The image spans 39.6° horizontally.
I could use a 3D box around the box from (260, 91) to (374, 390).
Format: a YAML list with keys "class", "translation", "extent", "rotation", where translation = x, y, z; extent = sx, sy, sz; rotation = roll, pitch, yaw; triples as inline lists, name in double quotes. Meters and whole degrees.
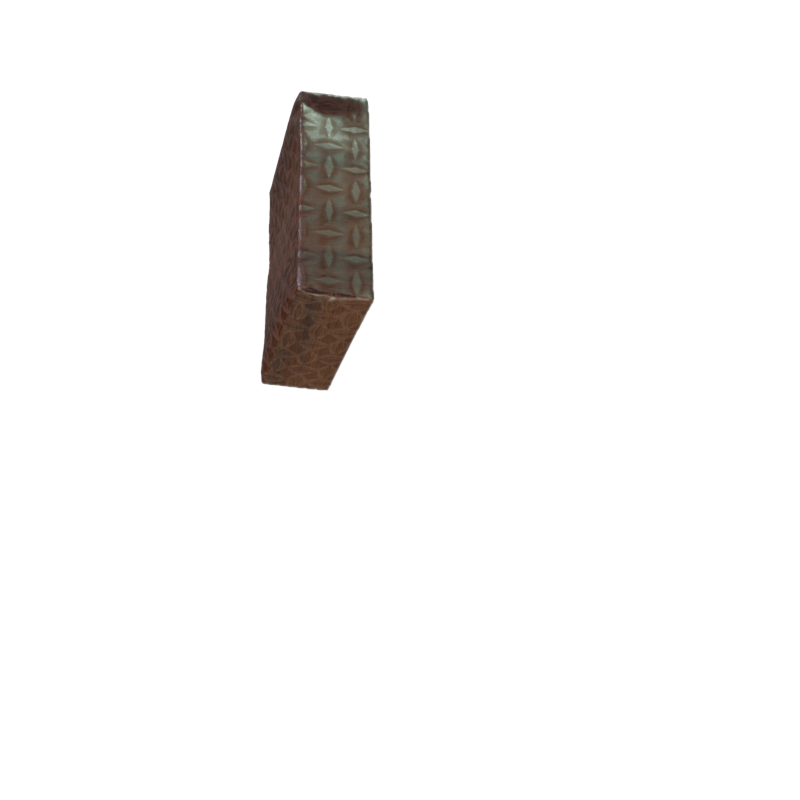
- class: "box"
  translation: [-0.077, -0.141, 0.987]
  extent: [0.070, 0.228, 0.157]
  rotation: [6, -32, -14]
